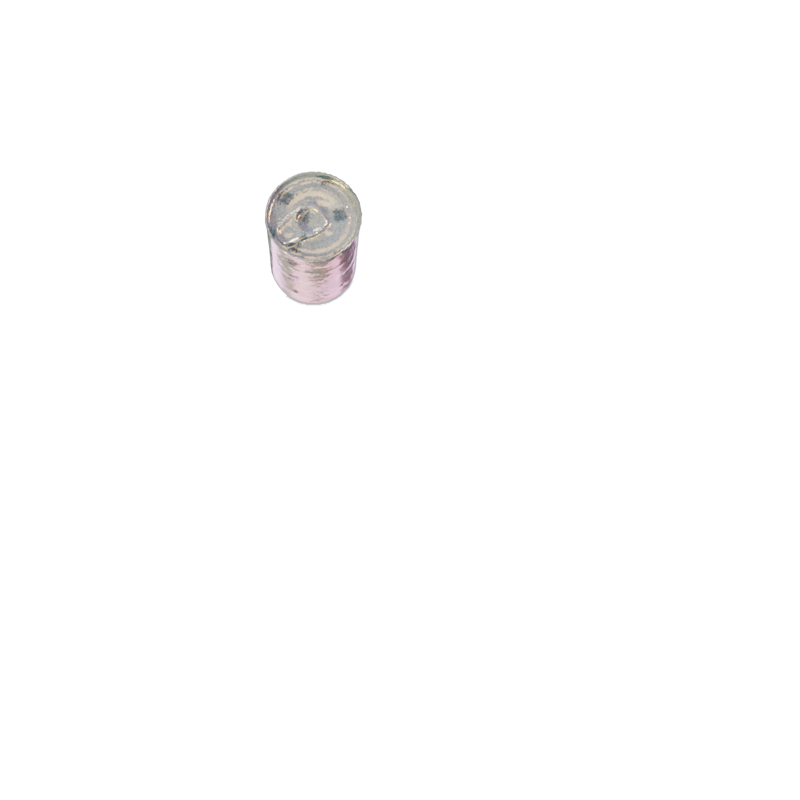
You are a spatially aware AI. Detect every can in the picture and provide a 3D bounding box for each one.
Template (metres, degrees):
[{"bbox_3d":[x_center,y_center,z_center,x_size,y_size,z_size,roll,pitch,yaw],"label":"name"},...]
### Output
[{"bbox_3d":[-0.064,-0.117,0.820,0.068,0.072,0.098,0,-16,-3],"label":"can"}]
